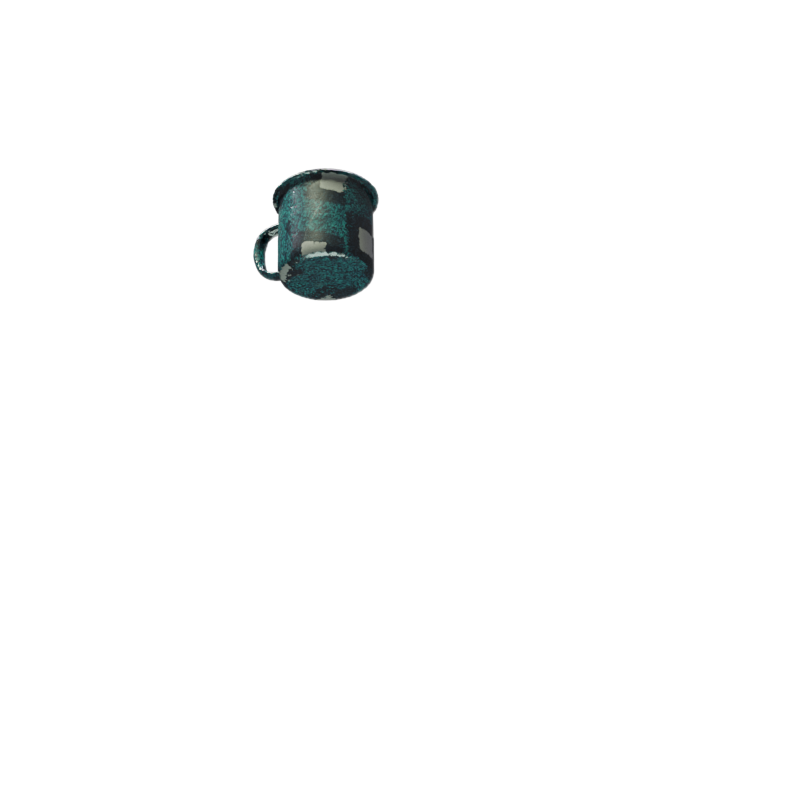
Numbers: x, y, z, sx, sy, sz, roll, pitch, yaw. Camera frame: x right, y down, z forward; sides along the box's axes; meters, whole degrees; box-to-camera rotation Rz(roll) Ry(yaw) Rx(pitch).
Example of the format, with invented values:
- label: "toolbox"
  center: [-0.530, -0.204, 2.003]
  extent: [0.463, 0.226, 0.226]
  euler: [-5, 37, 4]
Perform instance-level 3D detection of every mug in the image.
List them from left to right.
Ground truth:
- label: "mug"
  center: [-0.075, -0.136, 0.953]
  extent: [0.119, 0.087, 0.086]
  euler: [-13, -31, 21]
